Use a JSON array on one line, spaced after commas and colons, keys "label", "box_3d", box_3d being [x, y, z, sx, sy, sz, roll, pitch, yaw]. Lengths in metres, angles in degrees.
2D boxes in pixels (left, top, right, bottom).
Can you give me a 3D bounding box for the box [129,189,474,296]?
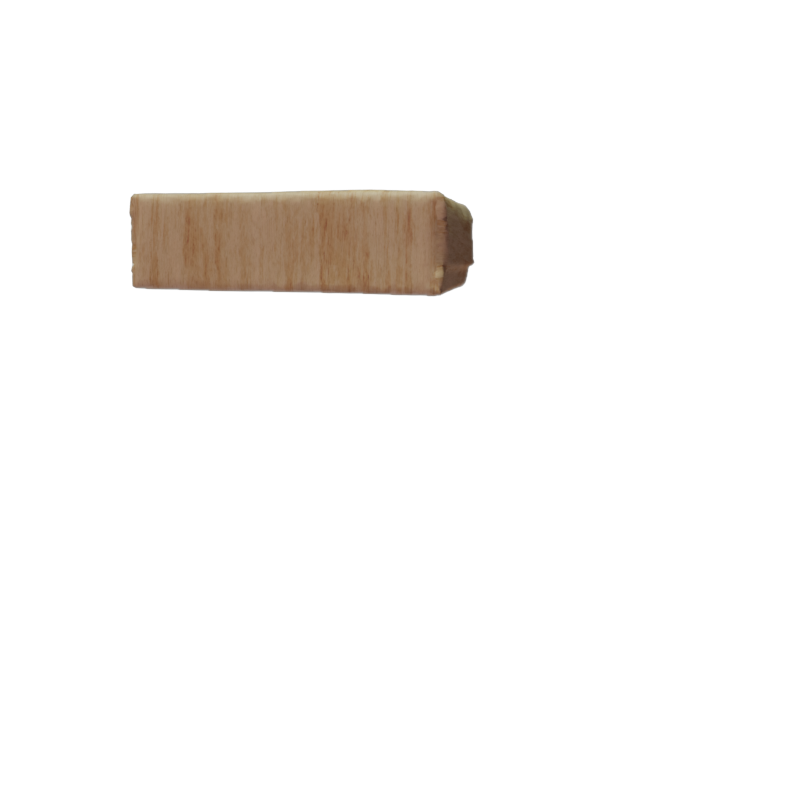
[{"label": "box", "box_3d": [-0.026, -0.047, 0.332, 0.091, 0.030, 0.072, 1, 6, 12]}]
